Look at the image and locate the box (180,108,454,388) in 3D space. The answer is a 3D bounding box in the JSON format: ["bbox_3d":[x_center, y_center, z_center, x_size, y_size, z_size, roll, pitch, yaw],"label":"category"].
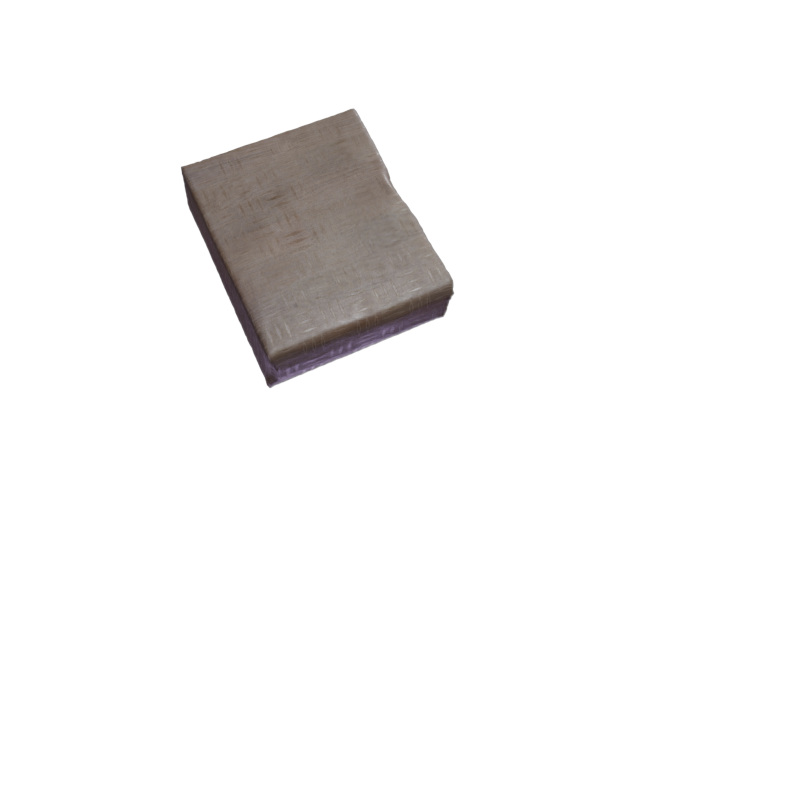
[{"bbox_3d":[-0.032,-0.059,0.415,0.073,0.095,0.028,-21,-26,-12],"label":"box"}]
